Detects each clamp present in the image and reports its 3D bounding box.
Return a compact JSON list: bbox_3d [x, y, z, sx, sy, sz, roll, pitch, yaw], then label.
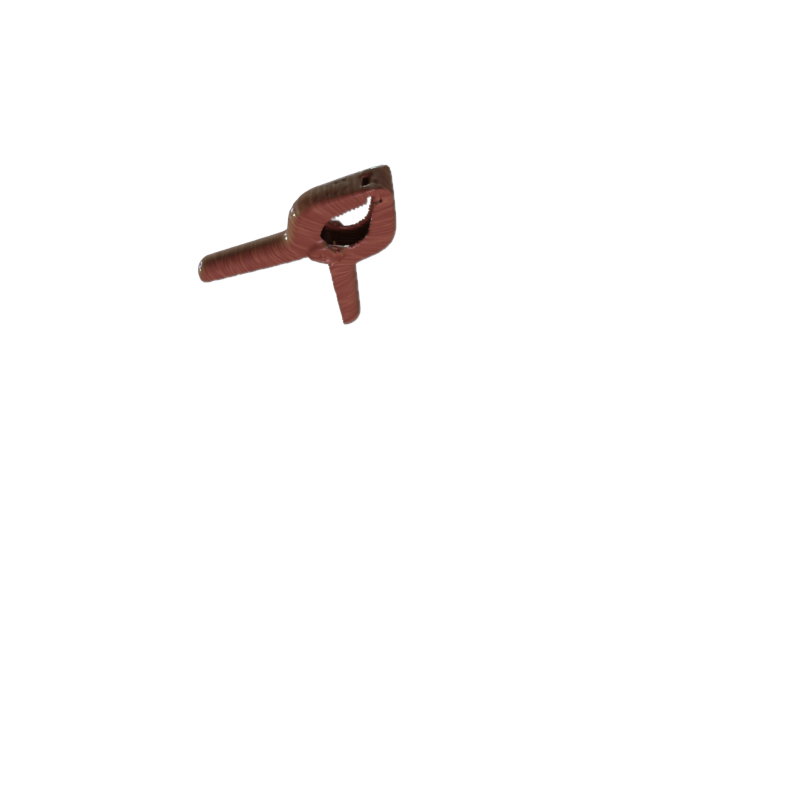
[{"bbox_3d":[-0.076,-0.139,0.971,0.159,0.039,0.203,12,-32,-20],"label":"clamp"}]
